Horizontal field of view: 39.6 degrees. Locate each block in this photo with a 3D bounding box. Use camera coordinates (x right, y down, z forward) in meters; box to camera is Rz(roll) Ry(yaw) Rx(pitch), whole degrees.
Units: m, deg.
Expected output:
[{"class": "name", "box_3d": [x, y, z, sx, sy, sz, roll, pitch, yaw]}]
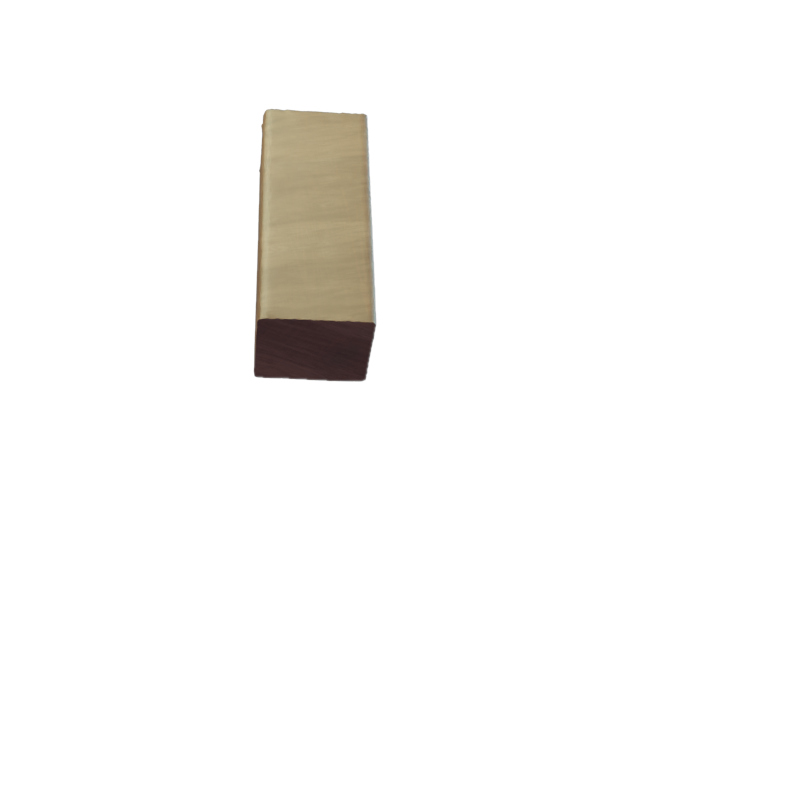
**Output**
[{"class": "block", "box_3d": [-0.071, -0.128, 0.897, 0.089, 0.220, 0.085, 1, -33, -6]}]
